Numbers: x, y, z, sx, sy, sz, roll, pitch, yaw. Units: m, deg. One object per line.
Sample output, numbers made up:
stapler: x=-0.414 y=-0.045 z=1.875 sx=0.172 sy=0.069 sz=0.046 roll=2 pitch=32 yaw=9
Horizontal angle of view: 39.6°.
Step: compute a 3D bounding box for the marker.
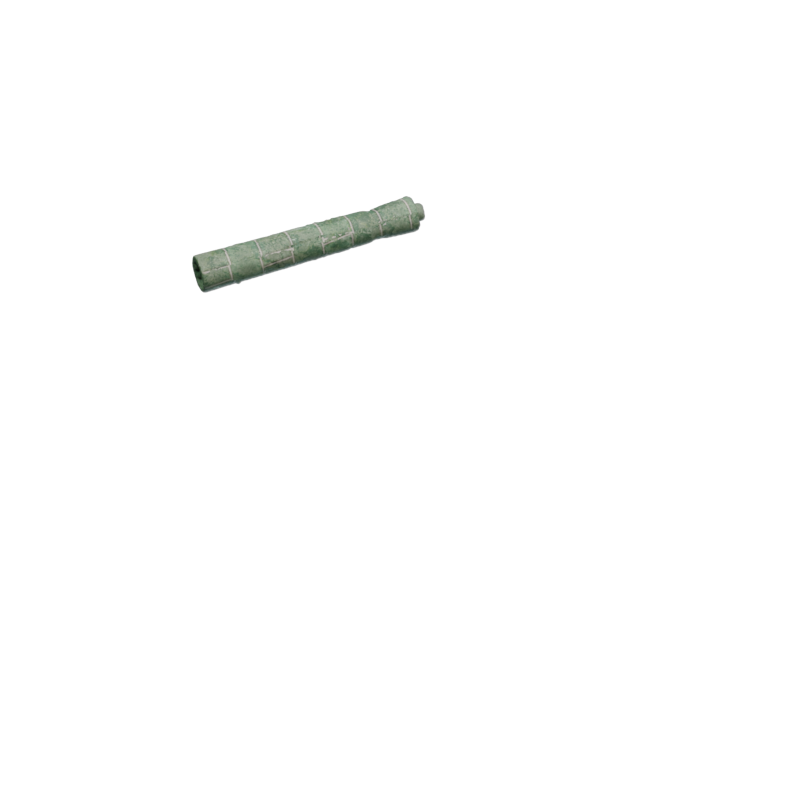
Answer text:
marker: x=-0.043 y=-0.079 z=0.550 sx=0.120 sy=0.019 sz=0.020 roll=-18 pitch=10 yaw=-17
